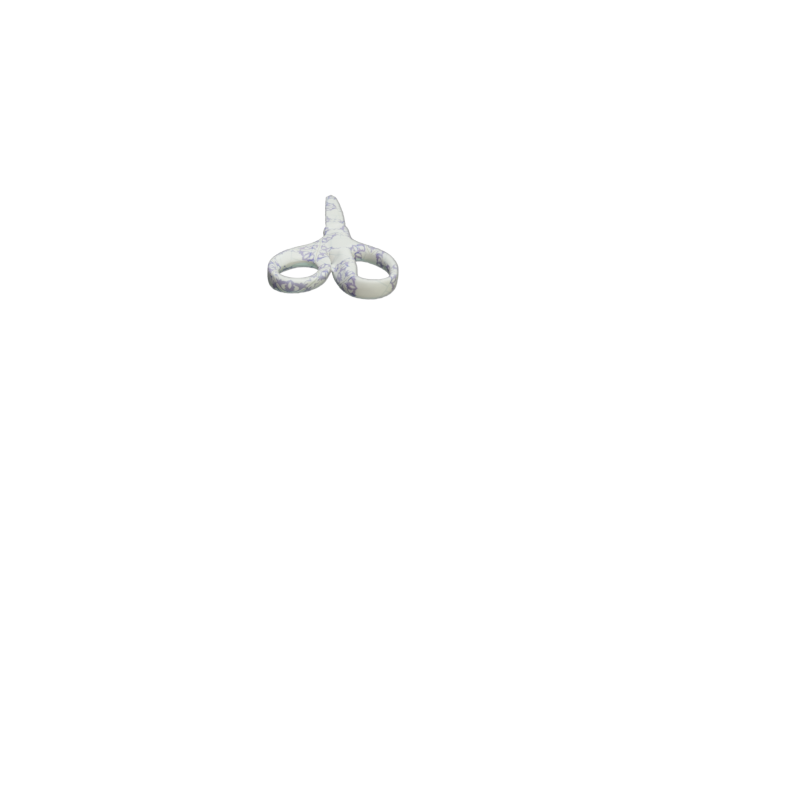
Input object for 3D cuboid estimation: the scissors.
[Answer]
[{"bbox_3d":[-0.063,-0.114,0.800,0.095,0.015,0.216,-9,28,-17],"label":"scissors"}]
